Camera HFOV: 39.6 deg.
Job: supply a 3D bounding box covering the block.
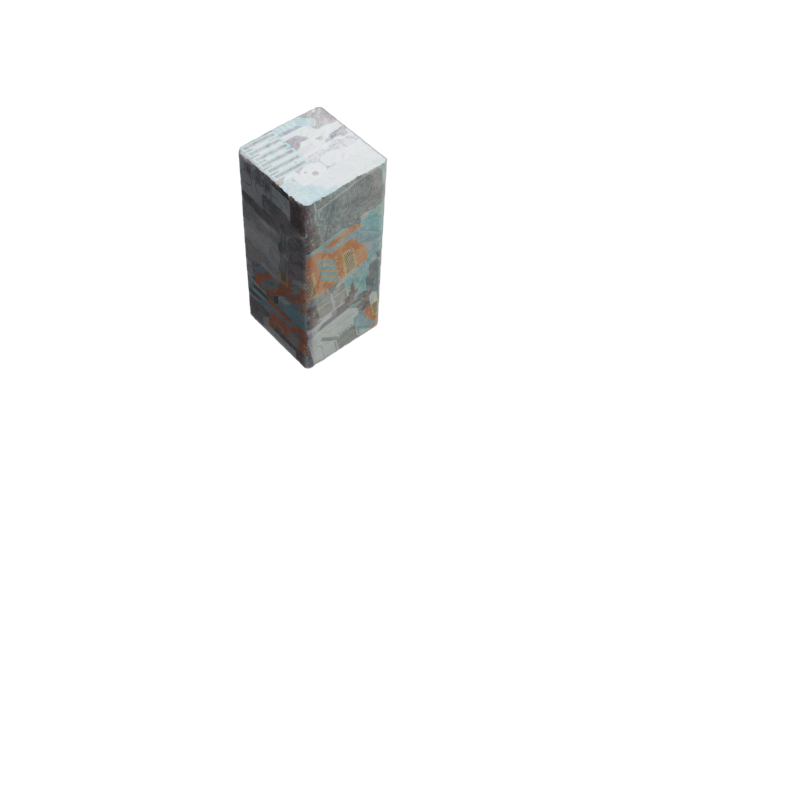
[{"bbox_3d":[-0.076,-0.138,0.966,0.090,0.192,0.097,-32,60,-26],"label":"block"}]
